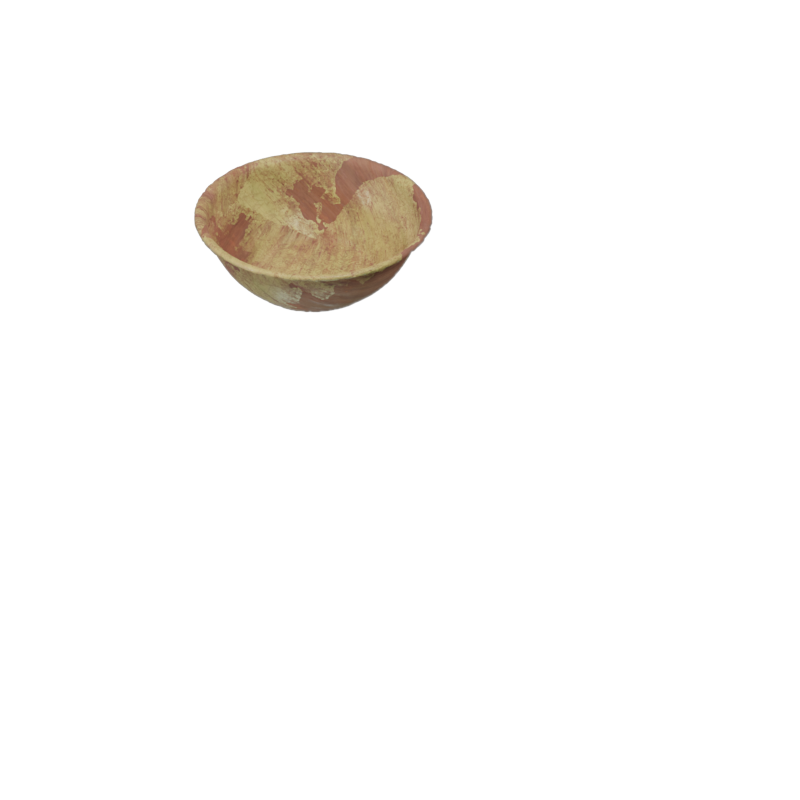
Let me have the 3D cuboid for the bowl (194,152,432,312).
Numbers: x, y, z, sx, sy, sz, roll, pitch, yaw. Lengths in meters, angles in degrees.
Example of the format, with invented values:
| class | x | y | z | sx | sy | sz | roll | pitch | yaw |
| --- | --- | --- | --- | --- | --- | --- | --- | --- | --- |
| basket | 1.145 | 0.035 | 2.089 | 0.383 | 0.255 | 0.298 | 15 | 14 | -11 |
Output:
| class | x | y | z | sx | sy | sz | roll | pitch | yaw |
| --- | --- | --- | --- | --- | --- | --- | --- | --- | --- |
| bowl | -0.060 | -0.109 | 0.766 | 0.162 | 0.051 | 0.174 | -1 | 38 | -2 |
